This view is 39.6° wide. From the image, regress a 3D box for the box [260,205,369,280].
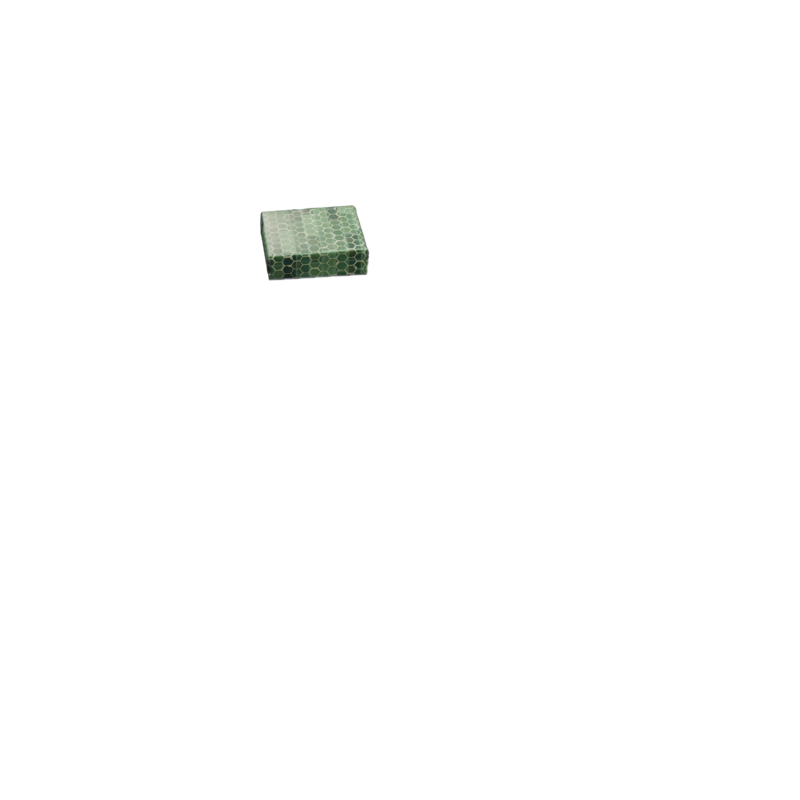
[{"bbox_3d":[-0.077,-0.140,0.981,0.088,0.028,0.079,-5,39,-7],"label":"box"}]
